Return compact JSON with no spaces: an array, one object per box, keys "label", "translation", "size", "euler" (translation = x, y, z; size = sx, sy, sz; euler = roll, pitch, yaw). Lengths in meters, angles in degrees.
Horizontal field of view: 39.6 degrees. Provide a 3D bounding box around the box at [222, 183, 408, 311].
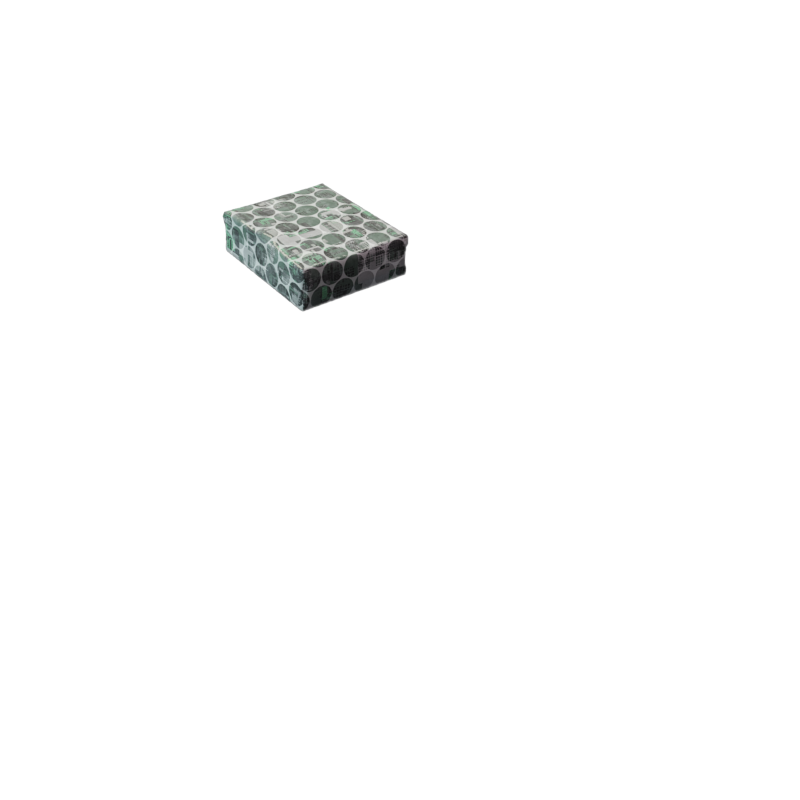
[{"label":"box","translation":[-0.051,-0.093,0.649],"size":[0.072,0.028,0.096],"euler":[-21,39,-29]}]
